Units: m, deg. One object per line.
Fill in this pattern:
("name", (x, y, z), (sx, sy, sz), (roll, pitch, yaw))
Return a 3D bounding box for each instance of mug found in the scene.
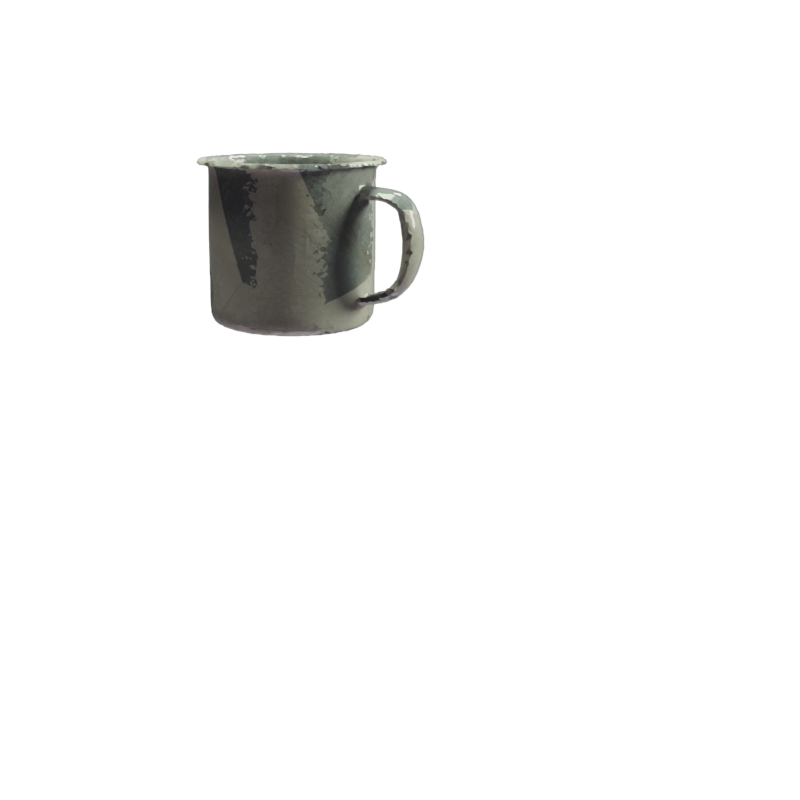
("mug", (-0.042, -0.077, 0.542), (0.122, 0.080, 0.092), (7, 14, 26))
